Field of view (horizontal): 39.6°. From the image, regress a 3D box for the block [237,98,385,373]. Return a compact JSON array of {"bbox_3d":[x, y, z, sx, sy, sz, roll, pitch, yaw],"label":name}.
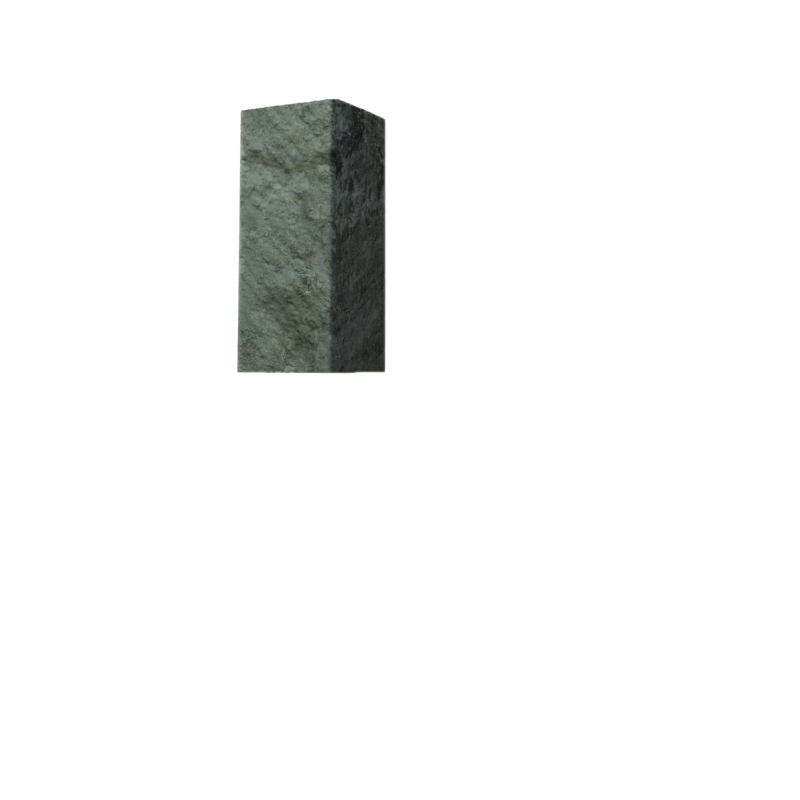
[{"bbox_3d":[-0.068,-0.126,0.879,0.093,0.209,0.086,-3,-6,27],"label":"block"}]
